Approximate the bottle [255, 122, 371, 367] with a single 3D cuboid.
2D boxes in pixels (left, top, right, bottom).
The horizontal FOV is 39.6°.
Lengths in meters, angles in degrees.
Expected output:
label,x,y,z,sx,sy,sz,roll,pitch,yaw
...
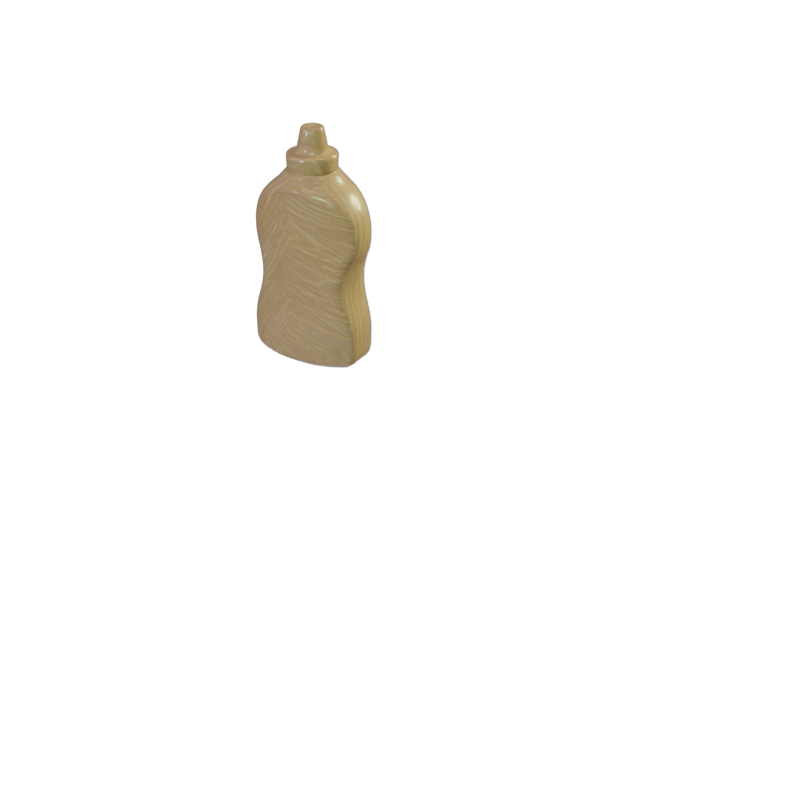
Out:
label,x,y,z,sx,sy,sz,roll,pitch,yaw
bottle,-0.069,-0.125,0.876,0.101,0.182,0.058,17,29,30
